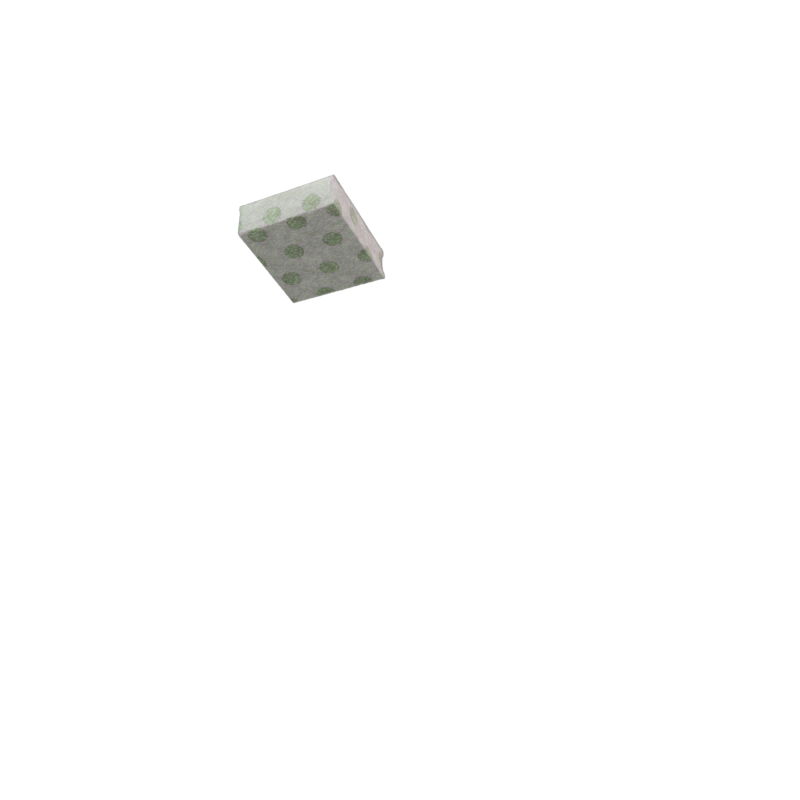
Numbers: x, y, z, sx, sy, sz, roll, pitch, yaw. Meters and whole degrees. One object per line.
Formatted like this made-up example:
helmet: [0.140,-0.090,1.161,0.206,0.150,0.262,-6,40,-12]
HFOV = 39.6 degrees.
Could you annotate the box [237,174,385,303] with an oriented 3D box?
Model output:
box: [-0.060,-0.110,0.772,0.074,0.032,0.082,-15,-39,19]
